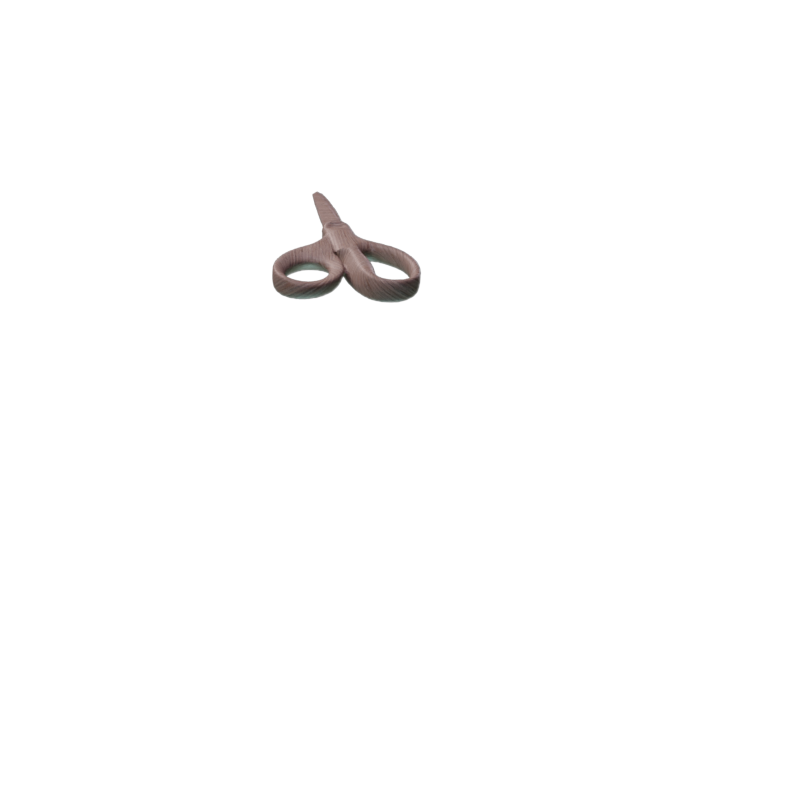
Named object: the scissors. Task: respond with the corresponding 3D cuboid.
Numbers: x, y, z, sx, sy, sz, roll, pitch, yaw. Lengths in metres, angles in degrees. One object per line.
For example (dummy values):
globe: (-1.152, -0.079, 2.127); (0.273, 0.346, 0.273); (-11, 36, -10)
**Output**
scissors: (-0.056, -0.102, 0.716); (0.094, 0.015, 0.216); (-11, 28, -22)
